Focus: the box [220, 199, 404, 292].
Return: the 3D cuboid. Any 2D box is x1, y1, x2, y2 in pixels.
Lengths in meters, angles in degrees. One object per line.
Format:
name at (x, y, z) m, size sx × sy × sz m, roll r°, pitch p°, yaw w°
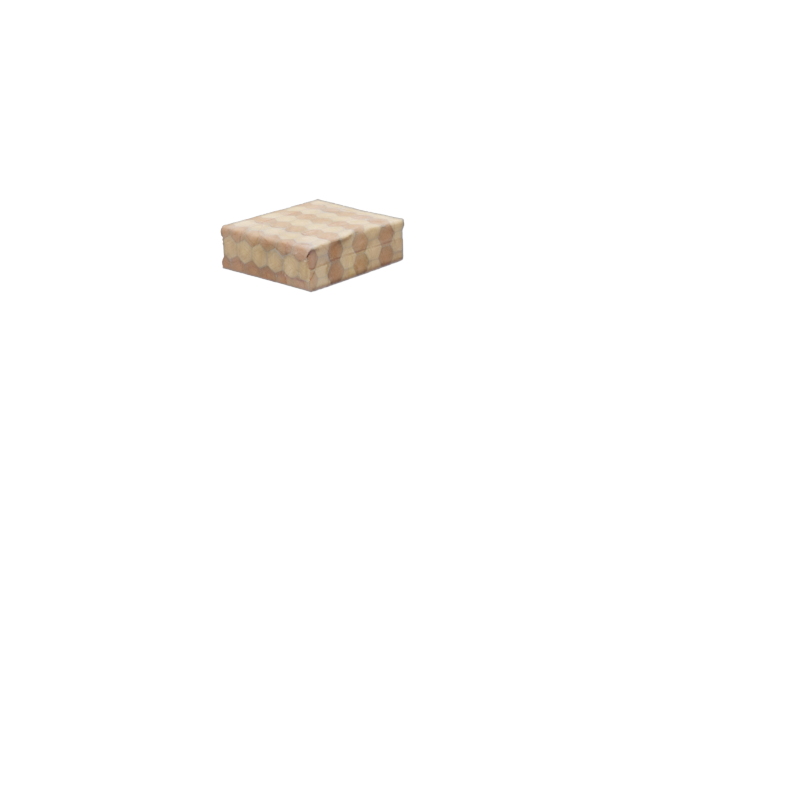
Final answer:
box at (-0.053, -0.096, 0.673) m, size 0.077 × 0.029 × 0.088 m, roll 18°, pitch 29°, yaw 37°
